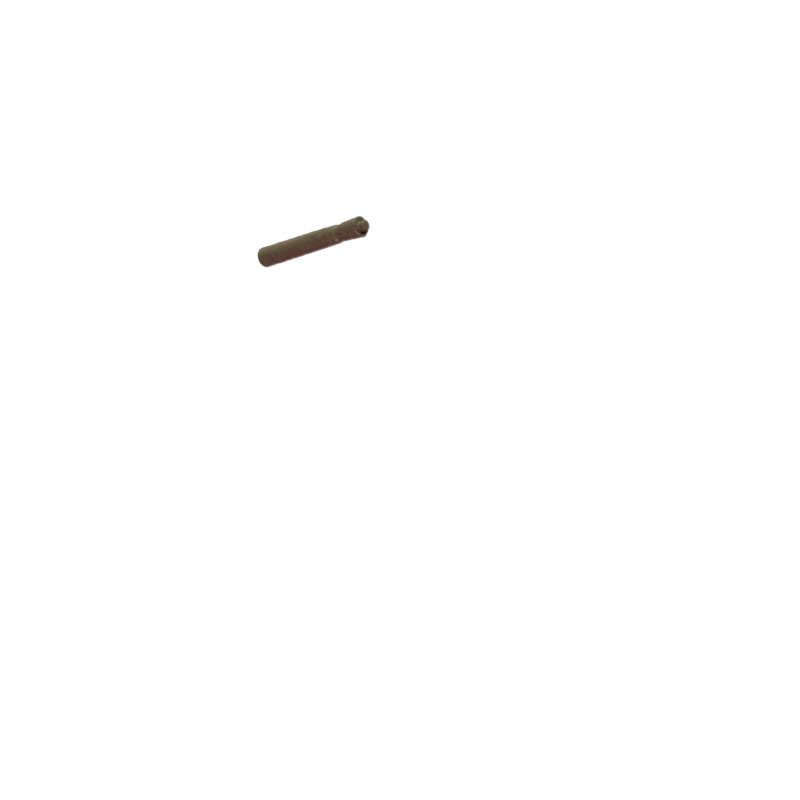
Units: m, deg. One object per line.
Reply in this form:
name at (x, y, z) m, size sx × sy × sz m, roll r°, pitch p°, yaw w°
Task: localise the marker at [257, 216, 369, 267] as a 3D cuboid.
marker at (-0.076, -0.139, 0.976) m, size 0.123 × 0.020 × 0.019 m, roll -11°, pitch -4°, yaw 38°
